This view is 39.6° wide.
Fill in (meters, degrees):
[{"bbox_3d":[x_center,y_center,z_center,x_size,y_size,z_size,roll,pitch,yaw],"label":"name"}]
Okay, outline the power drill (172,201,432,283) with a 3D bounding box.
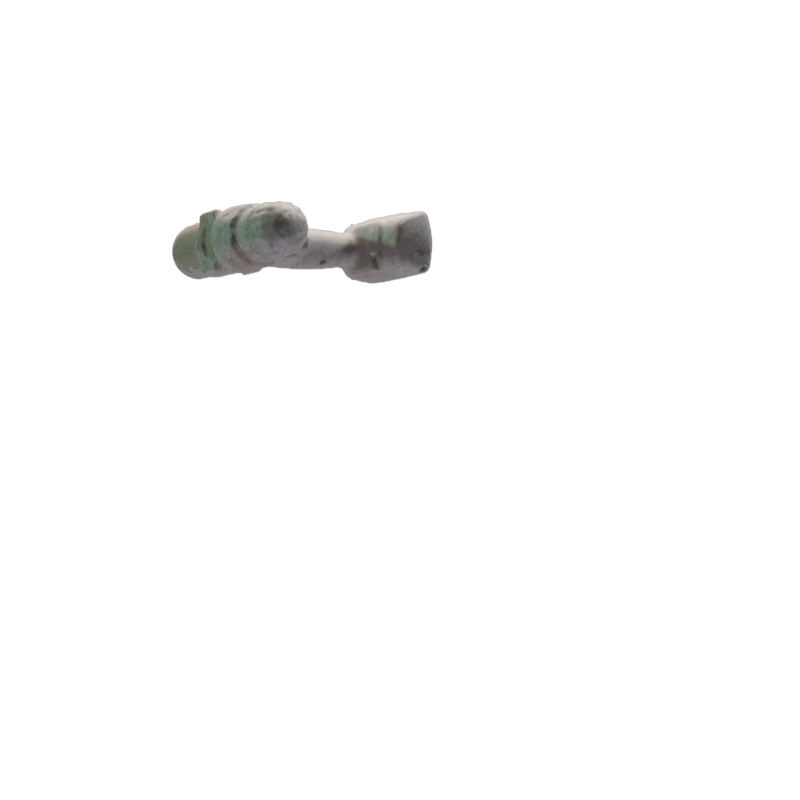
[{"bbox_3d":[-0.070,-0.128,0.895,0.181,0.058,0.190,-1,2,-32],"label":"power drill"}]
